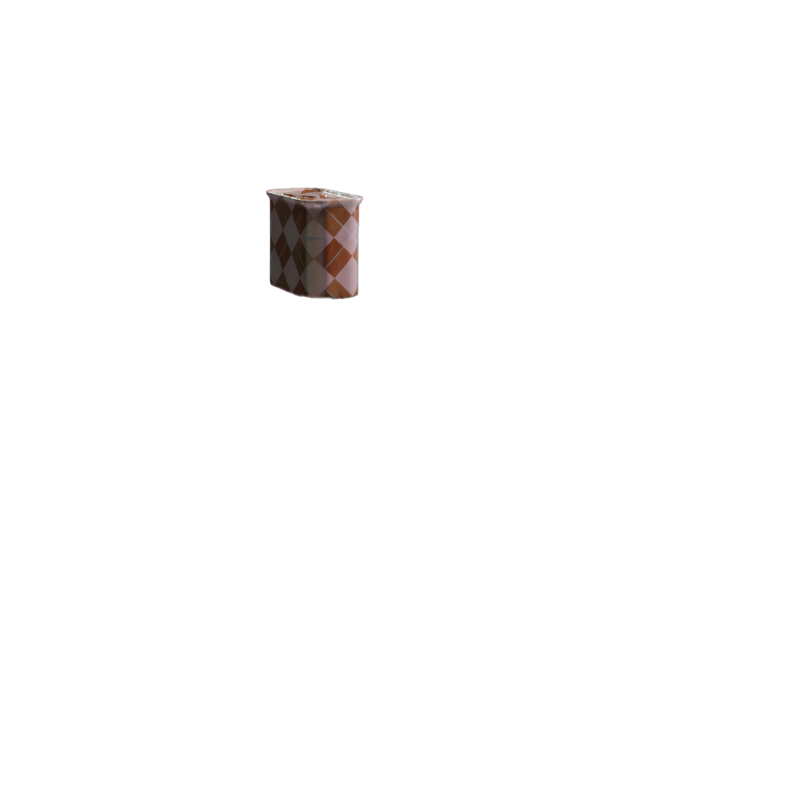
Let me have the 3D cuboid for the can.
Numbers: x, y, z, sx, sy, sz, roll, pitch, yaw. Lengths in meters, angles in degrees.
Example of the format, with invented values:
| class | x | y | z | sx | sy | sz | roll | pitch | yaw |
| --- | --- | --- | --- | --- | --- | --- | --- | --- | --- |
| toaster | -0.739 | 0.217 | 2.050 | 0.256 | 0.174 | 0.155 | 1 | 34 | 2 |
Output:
| class | x | y | z | sx | sy | sz | roll | pitch | yaw |
| --- | --- | --- | --- | --- | --- | --- | --- | --- | --- |
| can | -0.074 | -0.135 | 0.947 | 0.056 | 0.082 | 0.107 | -5 | 15 | -28 |
